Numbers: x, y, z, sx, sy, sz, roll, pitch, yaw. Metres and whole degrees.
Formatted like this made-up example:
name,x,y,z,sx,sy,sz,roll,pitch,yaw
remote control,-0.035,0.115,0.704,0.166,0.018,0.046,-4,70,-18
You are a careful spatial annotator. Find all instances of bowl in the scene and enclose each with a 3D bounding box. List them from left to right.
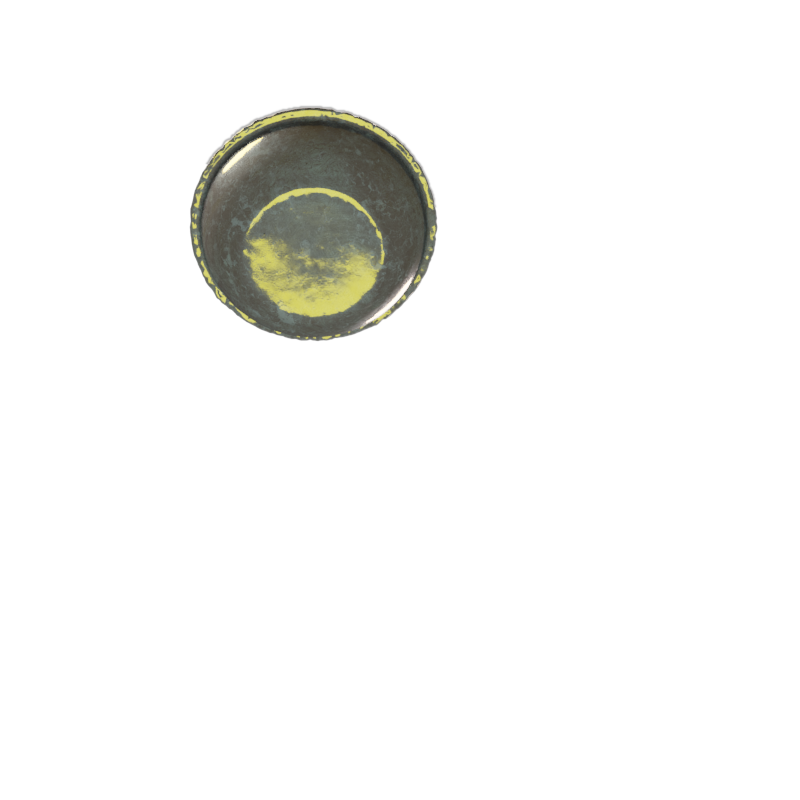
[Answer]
name,x,y,z,sx,sy,sz,roll,pitch,yaw
bowl,-0.055,-0.100,0.701,0.162,0.155,0.058,1,22,-1
